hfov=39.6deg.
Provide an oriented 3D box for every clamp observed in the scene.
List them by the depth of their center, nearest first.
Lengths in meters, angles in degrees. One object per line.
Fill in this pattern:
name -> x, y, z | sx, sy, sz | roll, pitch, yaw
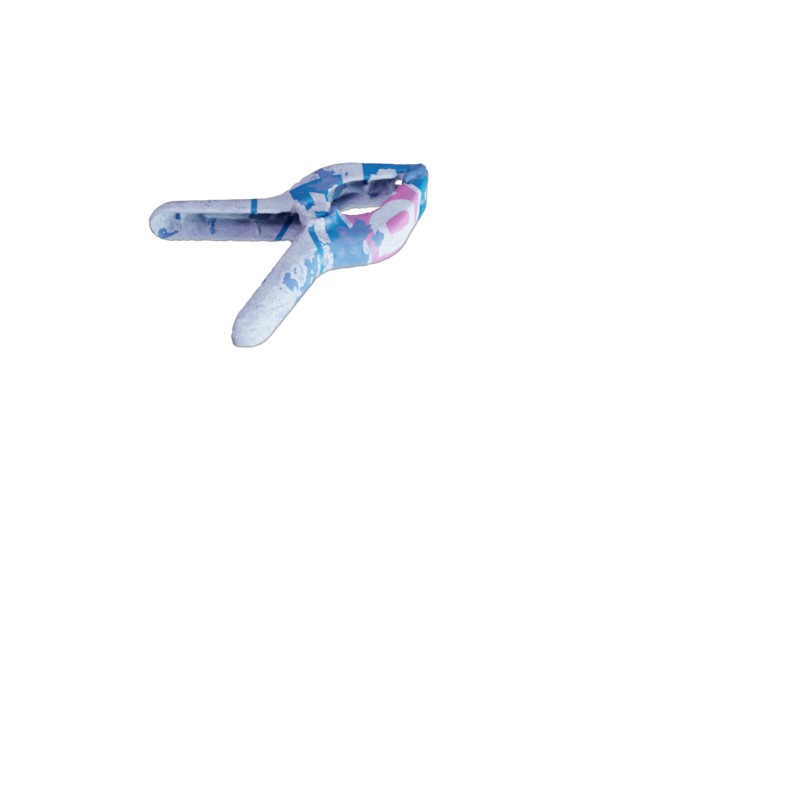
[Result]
clamp -> -0.051, -0.093, 0.654 | 0.170, 0.130, 0.037 | -19, -35, -14
